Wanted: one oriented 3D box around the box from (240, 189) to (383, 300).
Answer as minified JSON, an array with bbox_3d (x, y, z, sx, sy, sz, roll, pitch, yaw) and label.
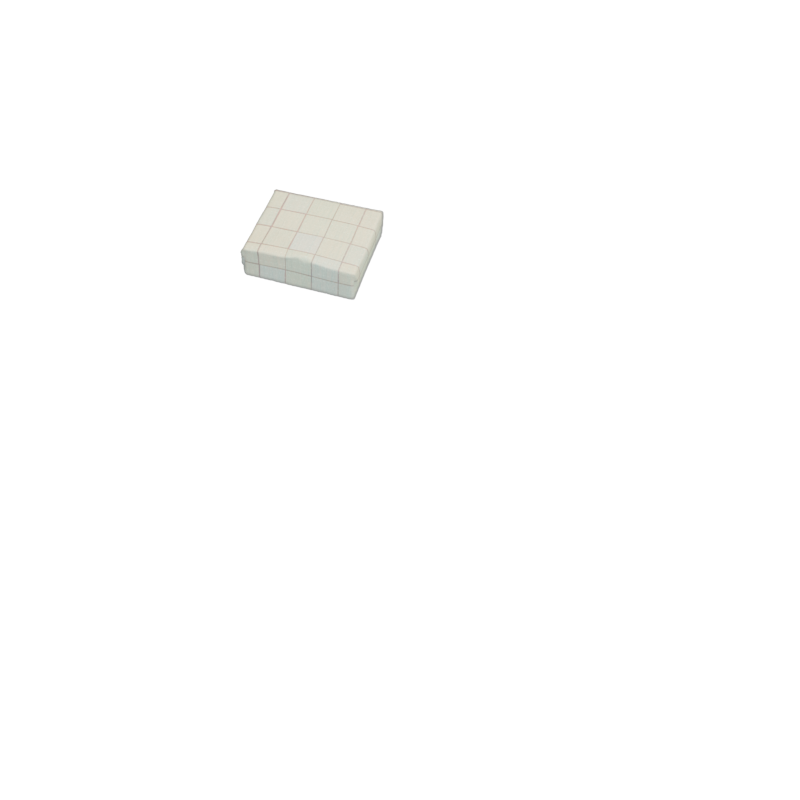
[{"bbox_3d":[-0.065,-0.118,0.828,0.091,0.077,0.028,13,-42,12],"label":"box"}]
